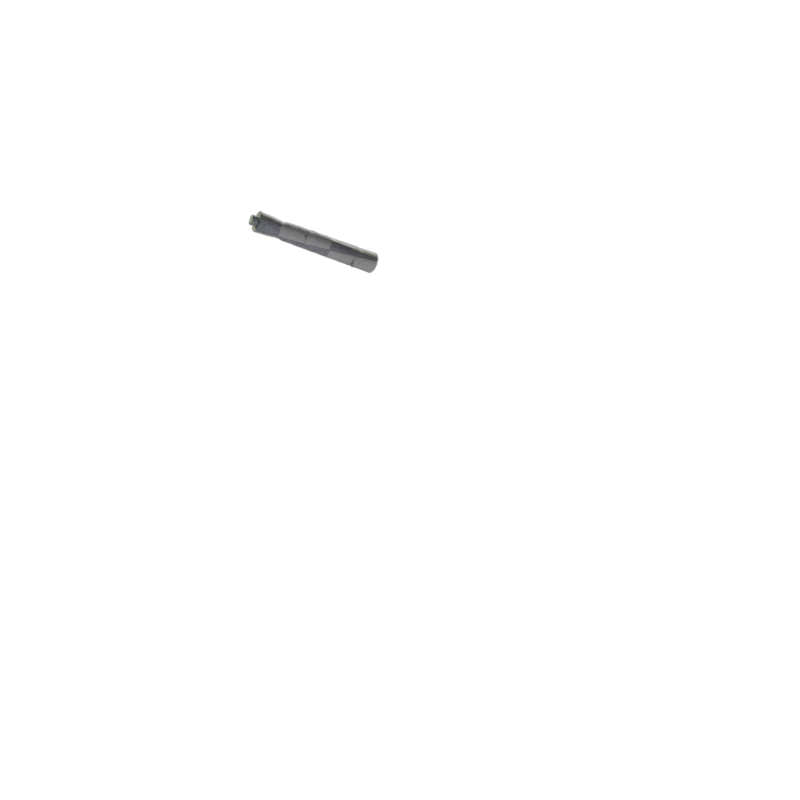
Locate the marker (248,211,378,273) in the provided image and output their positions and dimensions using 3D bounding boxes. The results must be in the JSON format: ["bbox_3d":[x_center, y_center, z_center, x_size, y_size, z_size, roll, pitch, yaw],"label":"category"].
[{"bbox_3d":[-0.075,-0.137,0.961,0.116,0.020,0.020,17,-3,-21],"label":"marker"}]
